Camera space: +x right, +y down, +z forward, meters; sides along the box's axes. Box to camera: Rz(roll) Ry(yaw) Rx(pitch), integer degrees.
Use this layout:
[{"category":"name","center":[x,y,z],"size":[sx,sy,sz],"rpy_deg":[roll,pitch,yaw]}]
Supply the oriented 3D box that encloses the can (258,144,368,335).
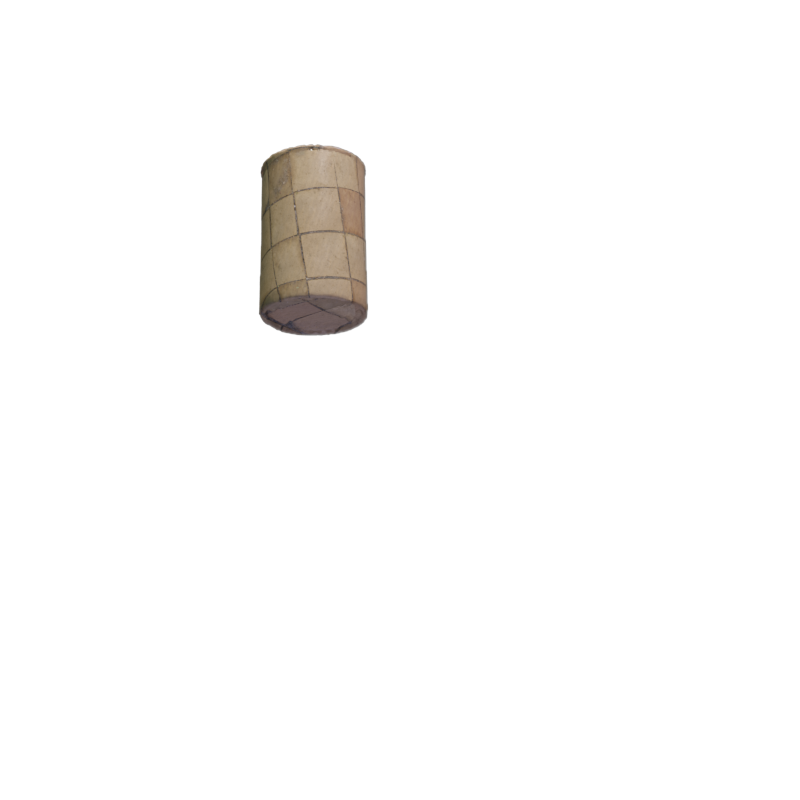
[{"category":"can","center":[-0.054,-0.099,0.694],"size":[0.068,0.108,0.065],"rpy_deg":[0,-23,-2]}]
